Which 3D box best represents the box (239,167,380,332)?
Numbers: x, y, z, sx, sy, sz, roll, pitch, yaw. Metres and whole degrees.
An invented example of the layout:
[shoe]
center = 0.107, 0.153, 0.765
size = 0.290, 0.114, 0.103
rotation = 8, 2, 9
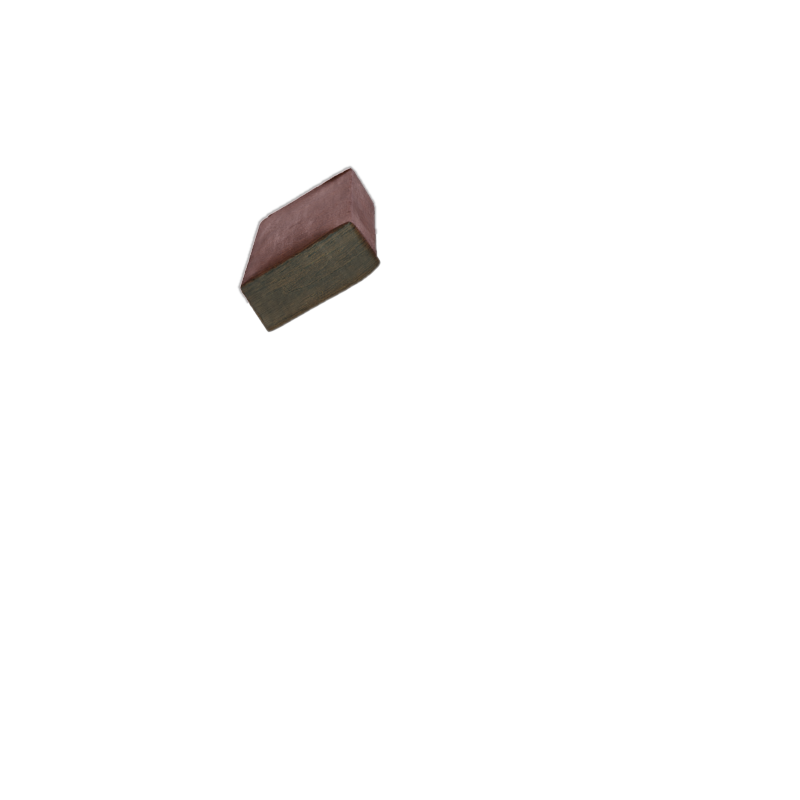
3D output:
[box]
center = -0.065, -0.119, 0.832
size = 0.093, 0.046, 0.185
rotation = -29, 23, 9
